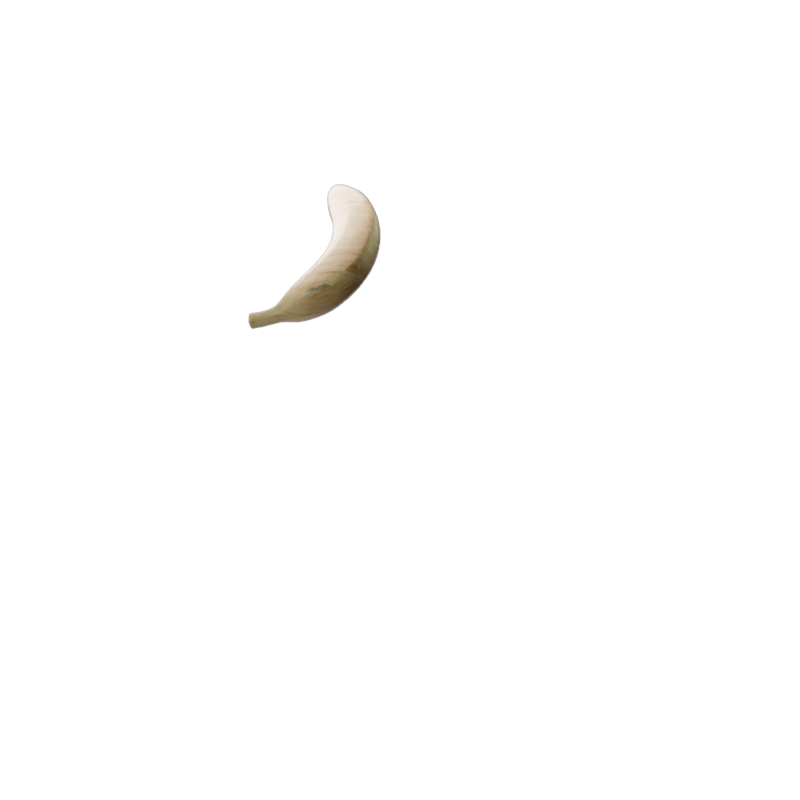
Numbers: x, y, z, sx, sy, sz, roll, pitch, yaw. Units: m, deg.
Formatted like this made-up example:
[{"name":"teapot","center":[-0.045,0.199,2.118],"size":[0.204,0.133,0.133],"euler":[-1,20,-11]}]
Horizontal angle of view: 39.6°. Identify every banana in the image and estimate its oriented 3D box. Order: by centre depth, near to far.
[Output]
[{"name":"banana","center":[-0.050,-0.115,0.844],"size":[0.071,0.034,0.206],"euler":[10,38,12]}]
